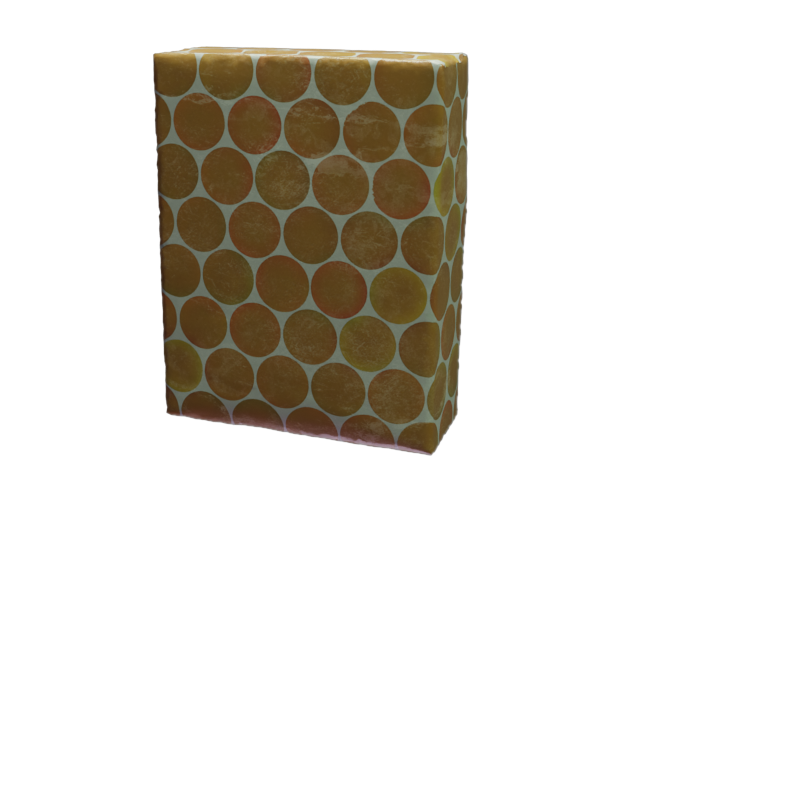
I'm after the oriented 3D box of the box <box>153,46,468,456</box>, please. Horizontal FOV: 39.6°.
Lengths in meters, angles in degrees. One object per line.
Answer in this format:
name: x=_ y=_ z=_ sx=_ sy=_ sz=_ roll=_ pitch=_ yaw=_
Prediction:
box: x=-0.049 y=-0.089 z=0.627 sx=0.169 sy=0.206 sz=0.072 roll=7 pitch=17 yaw=19
